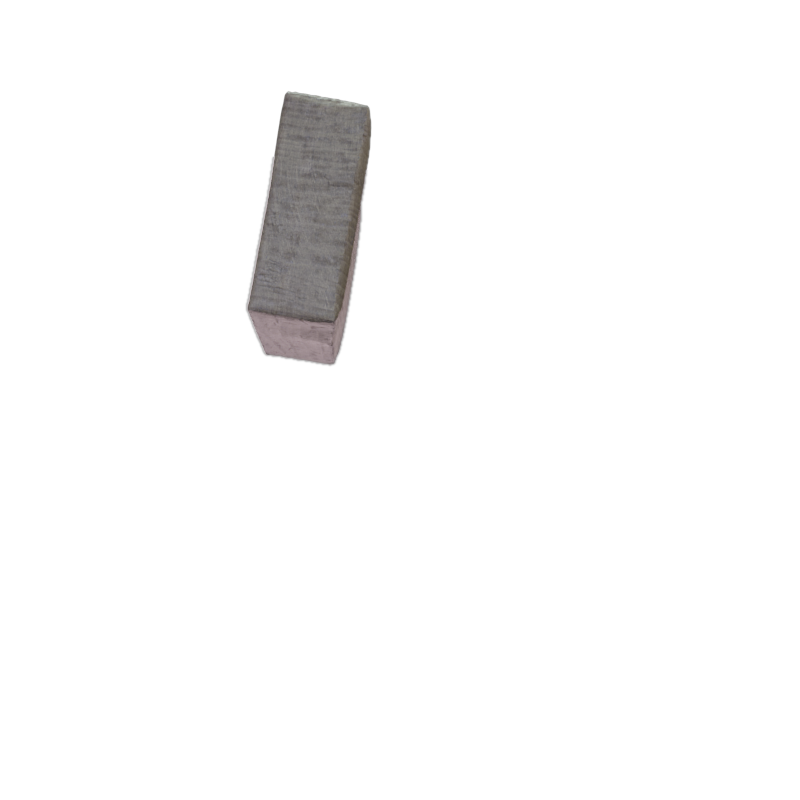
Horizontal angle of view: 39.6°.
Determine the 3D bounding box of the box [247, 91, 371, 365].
[{"bbox_3d":[-0.069,-0.125,0.875,0.072,0.169,0.209,8,-10,-3],"label":"box"}]
